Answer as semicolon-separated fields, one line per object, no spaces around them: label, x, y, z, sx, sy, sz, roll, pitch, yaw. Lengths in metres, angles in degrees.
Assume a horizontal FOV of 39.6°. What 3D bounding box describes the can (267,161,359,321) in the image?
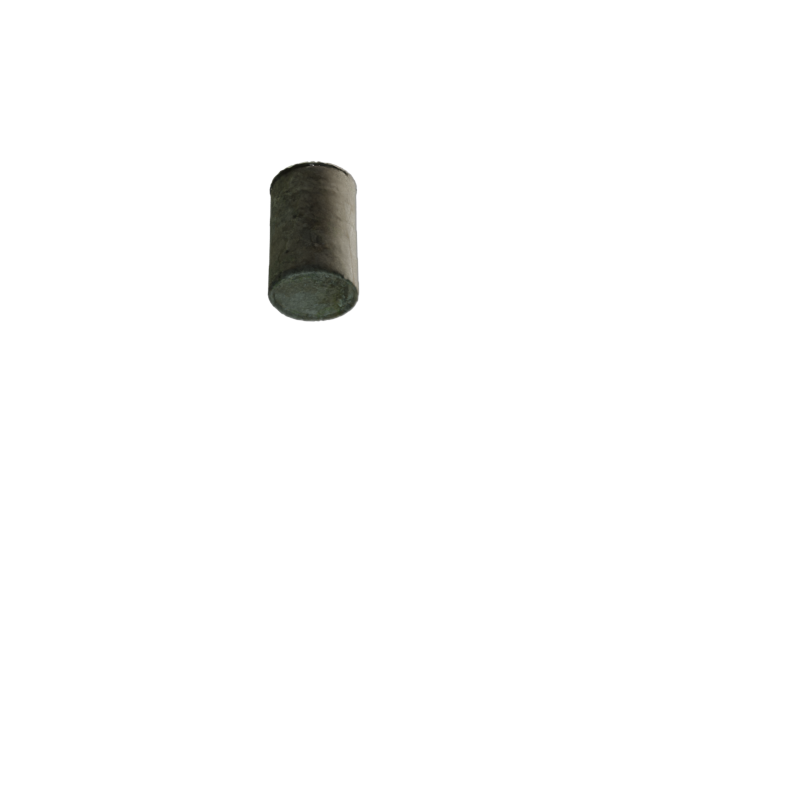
can;-0.065;-0.119;0.831;0.068;0.109;0.064;-1;-33;-2
